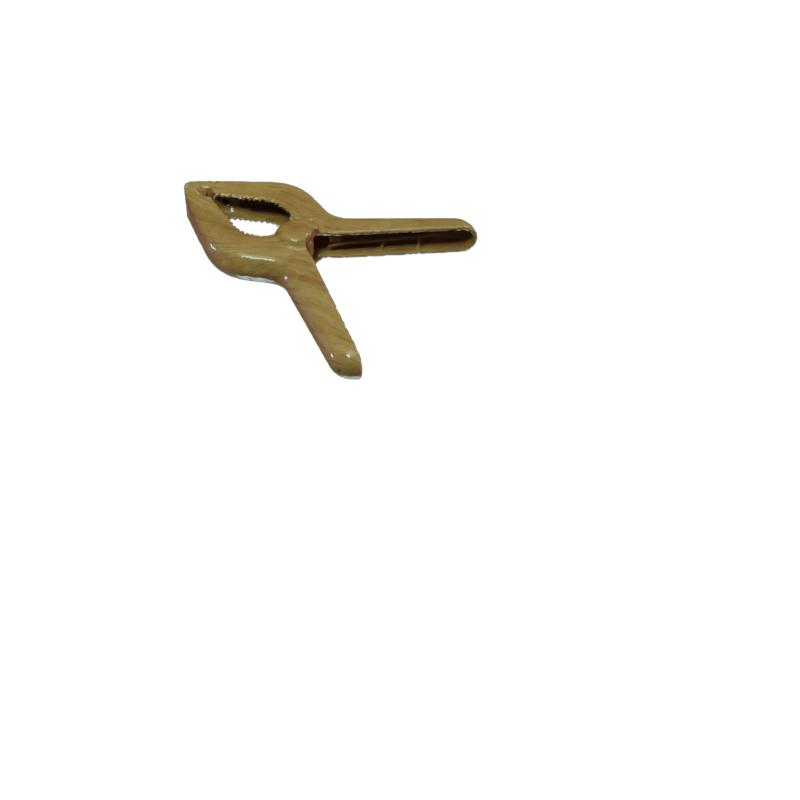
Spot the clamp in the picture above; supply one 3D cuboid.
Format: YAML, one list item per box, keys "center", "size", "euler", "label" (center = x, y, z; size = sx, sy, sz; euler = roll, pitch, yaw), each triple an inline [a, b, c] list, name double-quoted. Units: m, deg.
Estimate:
- center: [-0.062, -0.112, 0.787]
  size: [0.223, 0.034, 0.167]
  euler: [31, 52, 27]
  label: "clamp"
